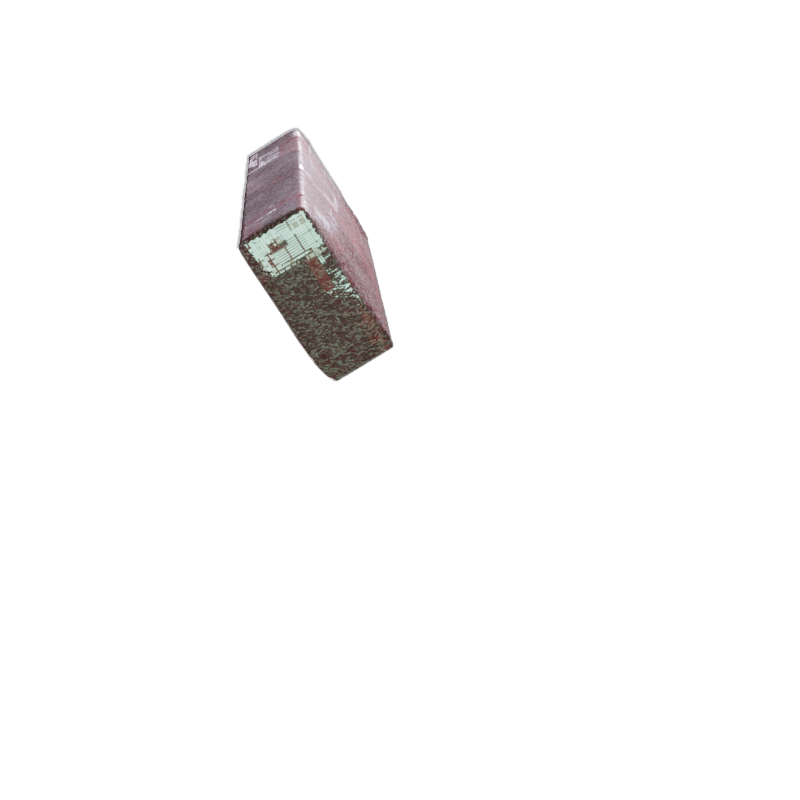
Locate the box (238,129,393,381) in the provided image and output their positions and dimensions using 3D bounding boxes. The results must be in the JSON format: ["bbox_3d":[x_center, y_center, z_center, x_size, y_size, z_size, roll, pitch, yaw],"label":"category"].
[{"bbox_3d":[-0.050,-0.092,0.642,0.048,0.088,0.186,-29,25,11],"label":"box"}]
